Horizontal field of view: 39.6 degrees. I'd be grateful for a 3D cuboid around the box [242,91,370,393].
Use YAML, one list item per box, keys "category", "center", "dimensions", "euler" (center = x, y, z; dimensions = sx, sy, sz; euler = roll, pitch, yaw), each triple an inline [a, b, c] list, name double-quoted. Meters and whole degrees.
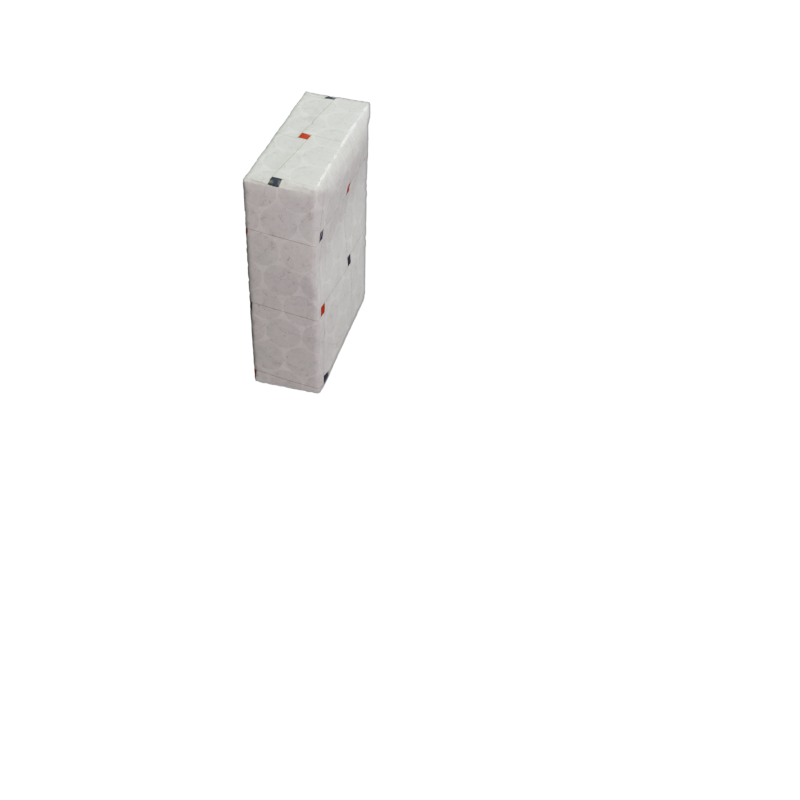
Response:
- category: "box"
  center: [-0.077, -0.141, 0.987]
  dimensions: [0.073, 0.200, 0.172]
  euler: [10, 39, 9]
